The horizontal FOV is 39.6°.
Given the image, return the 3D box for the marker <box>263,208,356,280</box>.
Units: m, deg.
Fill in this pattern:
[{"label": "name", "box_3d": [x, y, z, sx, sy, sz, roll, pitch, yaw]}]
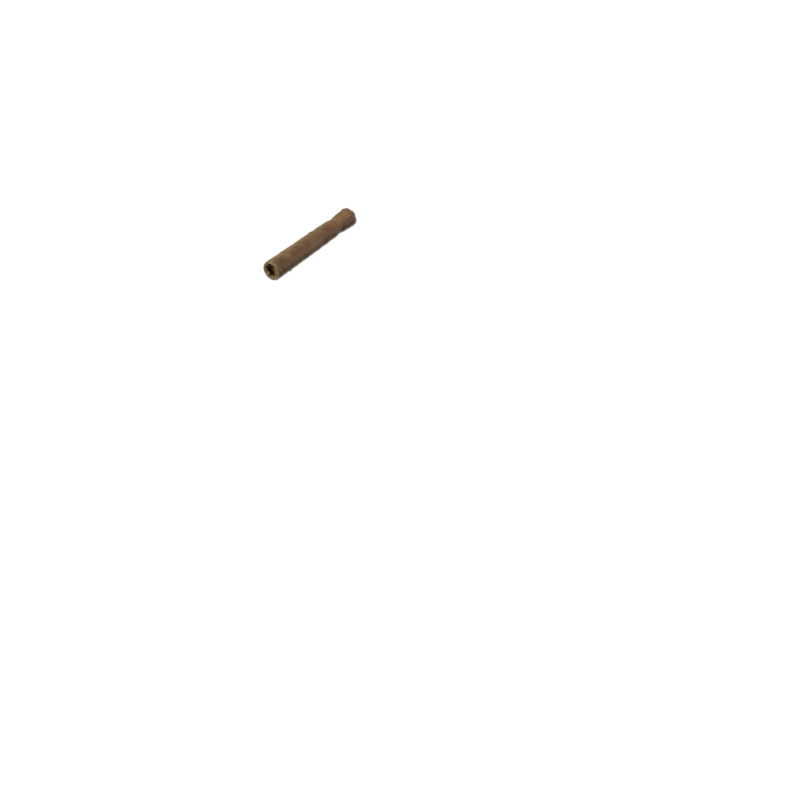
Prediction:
[{"label": "marker", "box_3d": [-0.078, -0.142, 0.998, 0.021, 0.019, 0.123, 3, 32, 38]}]
